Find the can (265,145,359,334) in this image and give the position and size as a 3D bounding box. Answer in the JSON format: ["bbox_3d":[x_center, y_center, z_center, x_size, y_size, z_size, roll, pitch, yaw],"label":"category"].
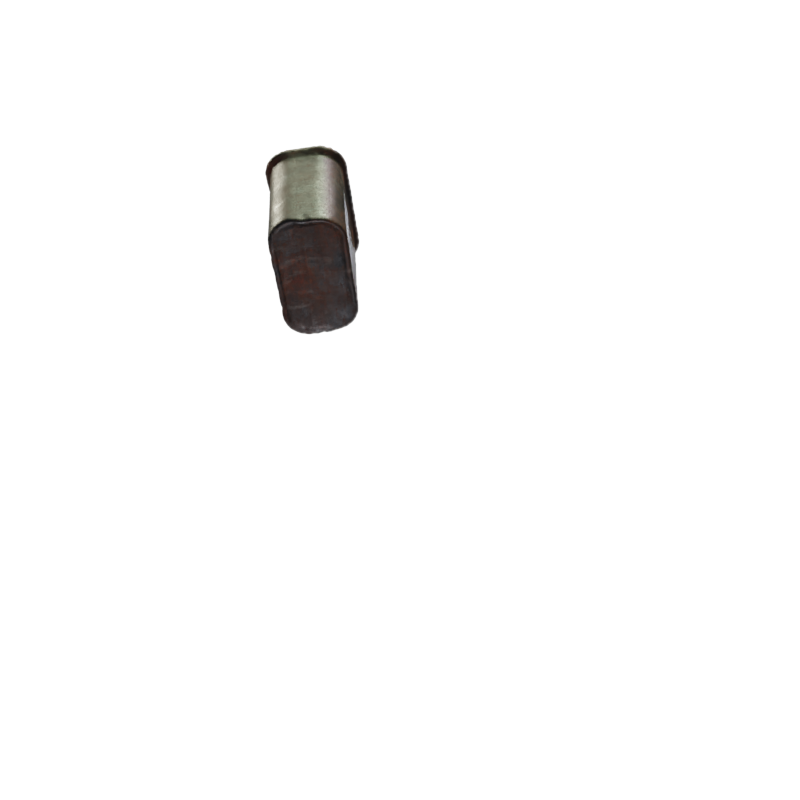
[{"bbox_3d":[-0.060,-0.109,0.762,0.058,0.094,0.090,-7,40,3],"label":"can"}]
